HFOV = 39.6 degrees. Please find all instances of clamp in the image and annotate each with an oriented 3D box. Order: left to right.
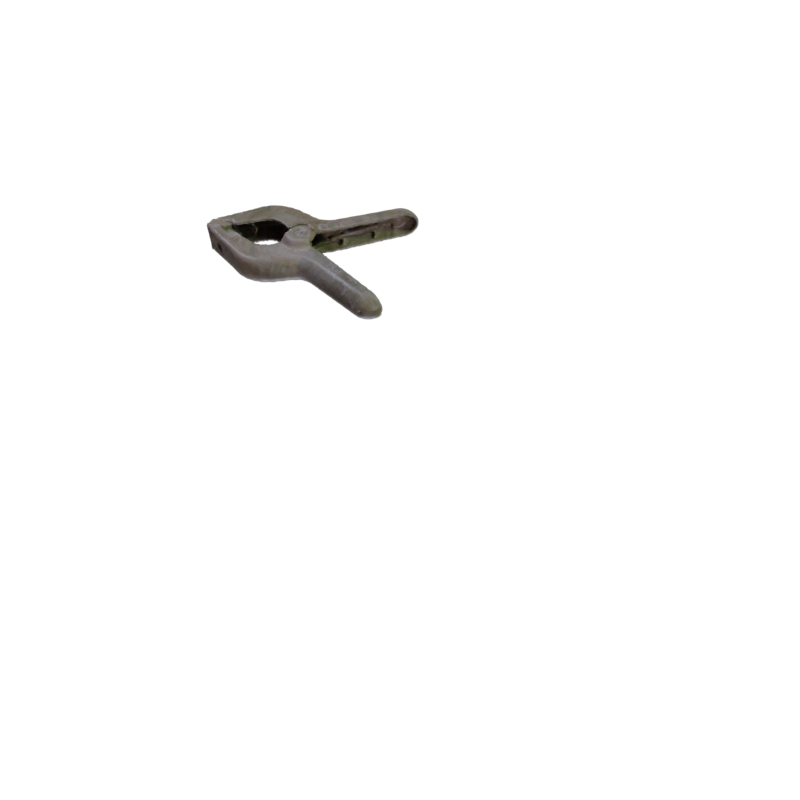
[{"bbox_3d":[-0.071,-0.129,0.907,0.178,0.037,0.124,19,45,20],"label":"clamp"}]
